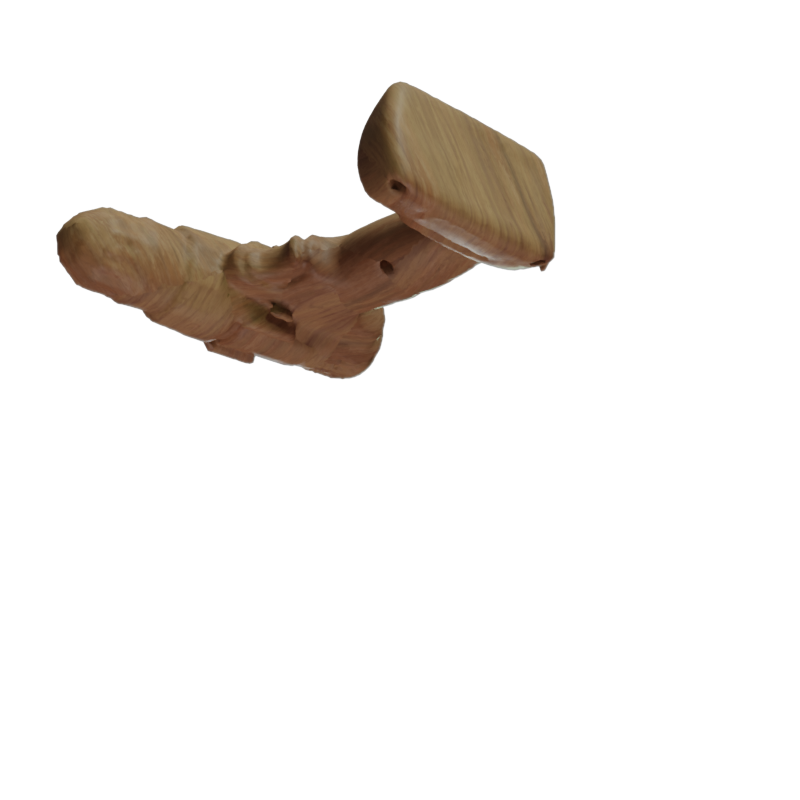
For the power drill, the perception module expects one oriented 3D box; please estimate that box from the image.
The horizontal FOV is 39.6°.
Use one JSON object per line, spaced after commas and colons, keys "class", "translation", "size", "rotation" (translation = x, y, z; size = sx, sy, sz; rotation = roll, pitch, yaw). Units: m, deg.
{"class": "power drill", "translation": [-0.040, -0.073, 0.510], "size": [0.174, 0.061, 0.188], "rotation": [18, -28, -38]}
